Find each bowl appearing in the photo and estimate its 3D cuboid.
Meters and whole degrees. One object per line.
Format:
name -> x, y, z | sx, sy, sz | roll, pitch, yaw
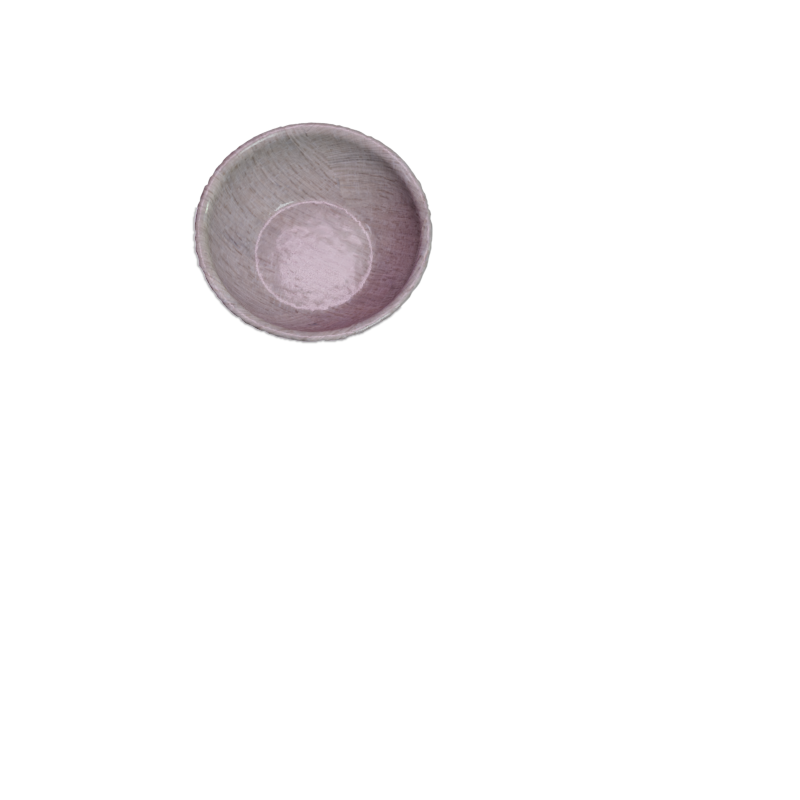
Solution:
bowl -> -0.061, -0.110, 0.773 | 0.162, 0.170, 0.052 | -1, -20, -1
